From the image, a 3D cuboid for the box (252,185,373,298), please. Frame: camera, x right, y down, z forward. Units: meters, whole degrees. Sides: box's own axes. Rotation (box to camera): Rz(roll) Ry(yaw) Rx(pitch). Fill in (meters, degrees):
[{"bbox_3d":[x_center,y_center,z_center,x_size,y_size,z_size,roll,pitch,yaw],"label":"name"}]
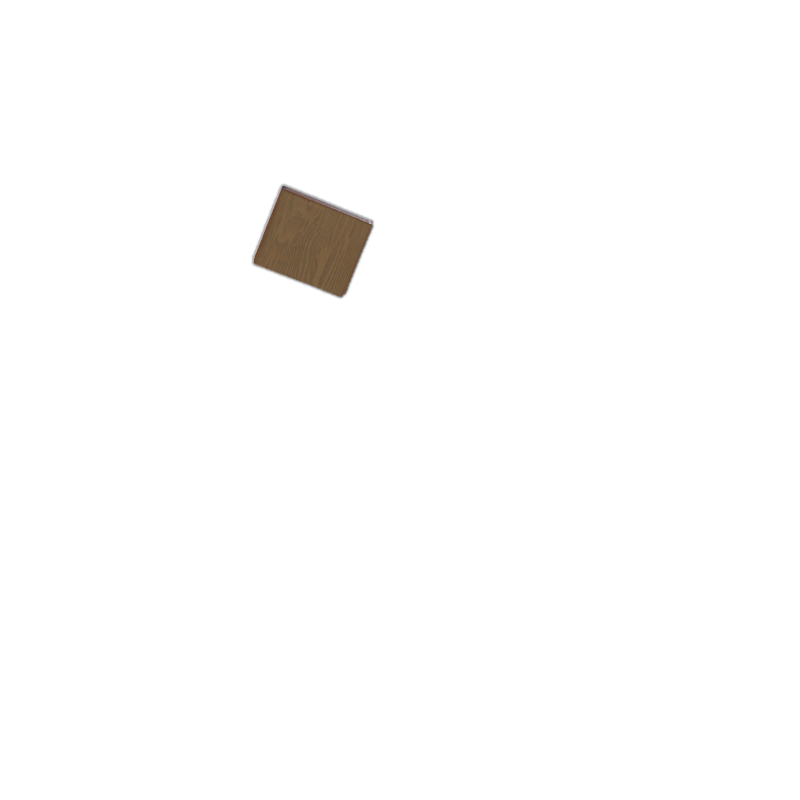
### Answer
[{"bbox_3d":[-0.077,-0.141,0.989,0.088,0.072,0.031,21,11,-5],"label":"box"}]
